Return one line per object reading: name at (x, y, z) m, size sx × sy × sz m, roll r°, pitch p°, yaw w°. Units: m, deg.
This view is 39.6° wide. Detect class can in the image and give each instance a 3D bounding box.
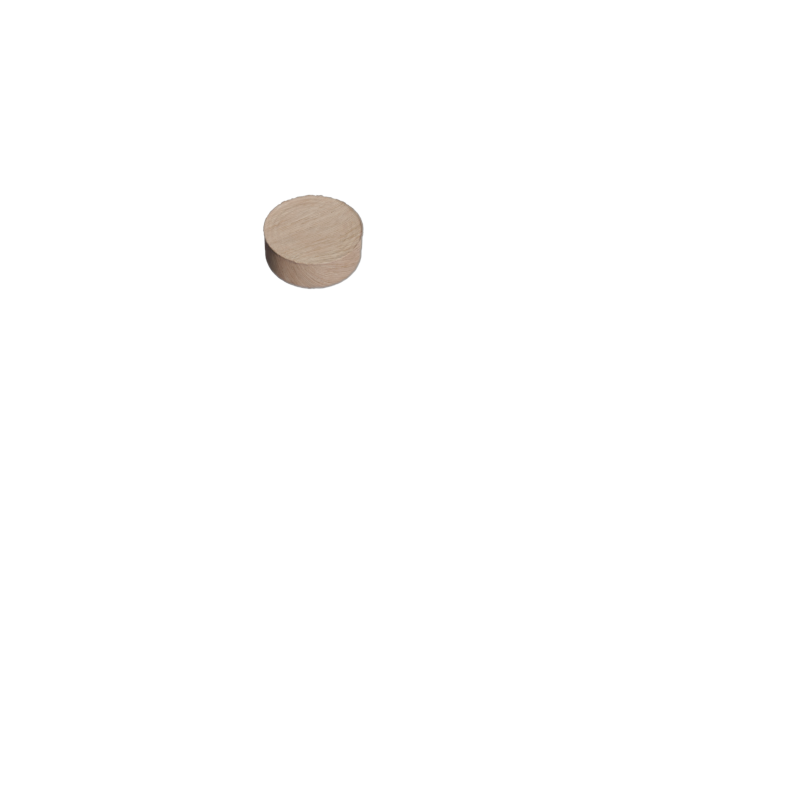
can at (-0.075, -0.136, 0.956) m, size 0.086 × 0.092 × 0.031 m, roll -1°, pitch -42°, yaw -1°
